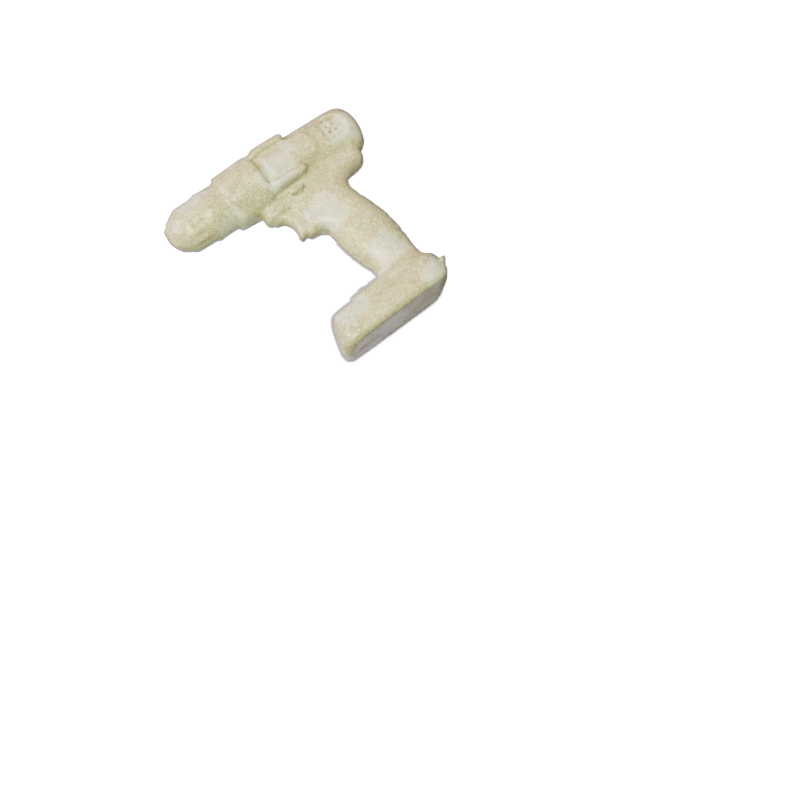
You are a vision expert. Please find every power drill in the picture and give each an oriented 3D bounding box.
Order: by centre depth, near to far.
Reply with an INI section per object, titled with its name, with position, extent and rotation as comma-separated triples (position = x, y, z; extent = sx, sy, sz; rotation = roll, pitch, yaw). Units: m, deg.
[power drill]
position = -0.069, -0.126, 0.880
extent = 0.185, 0.197, 0.055
rotation = -35, -18, -13
